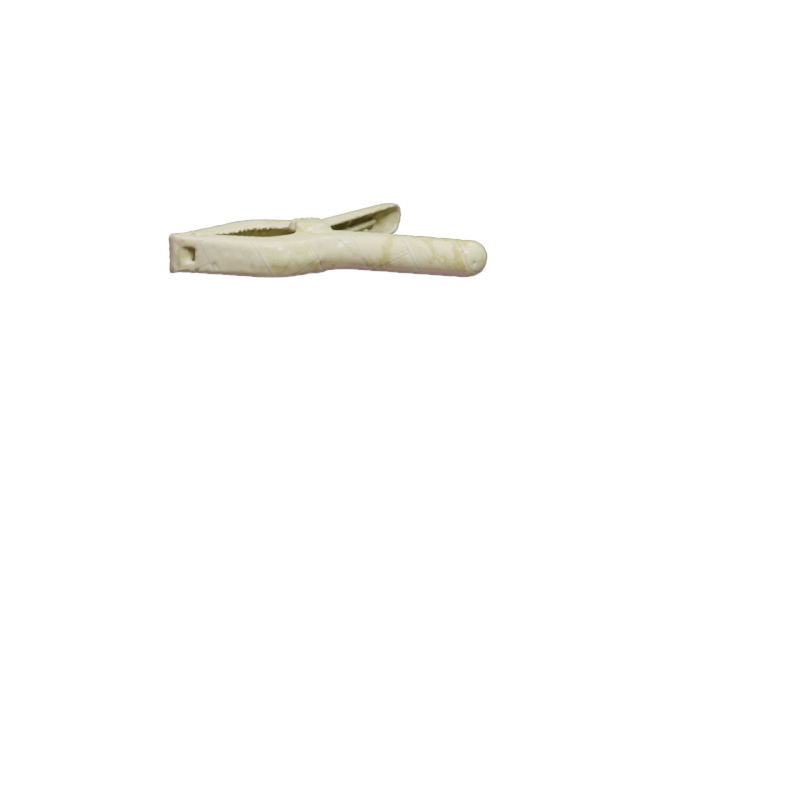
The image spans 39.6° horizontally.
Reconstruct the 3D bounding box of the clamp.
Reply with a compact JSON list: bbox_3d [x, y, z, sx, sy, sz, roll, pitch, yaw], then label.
[{"bbox_3d":[-0.063,-0.114,0.800,0.207,0.035,0.173,-4,19,-12],"label":"clamp"}]
